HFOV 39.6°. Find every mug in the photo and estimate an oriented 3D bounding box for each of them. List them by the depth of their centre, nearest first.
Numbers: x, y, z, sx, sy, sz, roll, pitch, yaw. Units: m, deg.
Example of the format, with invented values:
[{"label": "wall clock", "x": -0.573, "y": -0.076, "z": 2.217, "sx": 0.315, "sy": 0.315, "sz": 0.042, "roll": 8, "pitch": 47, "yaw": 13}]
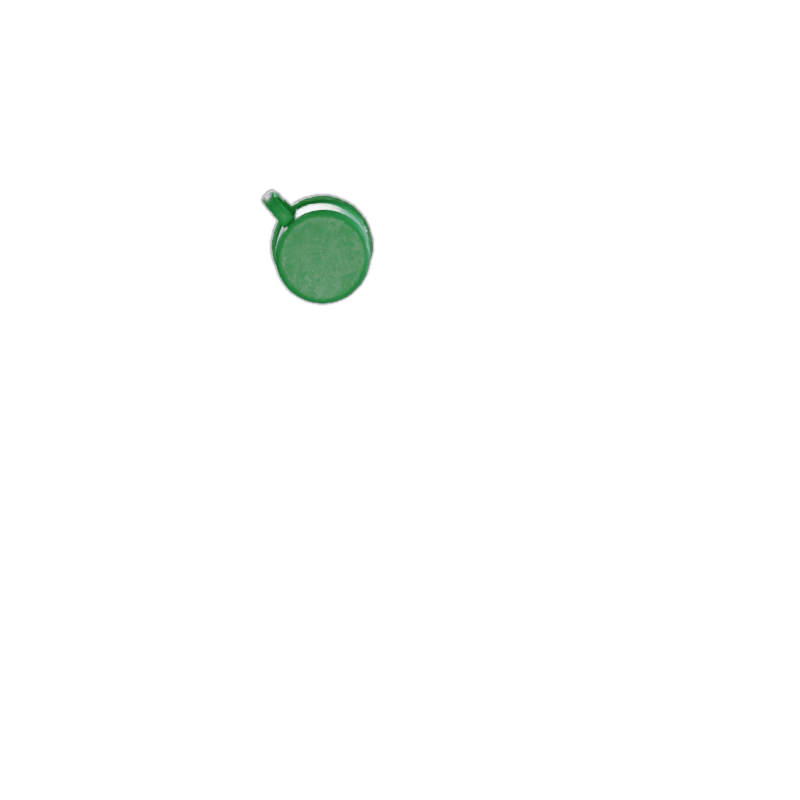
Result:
[{"label": "mug", "x": -0.076, "y": -0.138, "z": 0.970, "sx": 0.093, "sy": 0.115, "sz": 0.083, "roll": -42, "pitch": 8, "yaw": 6}]
